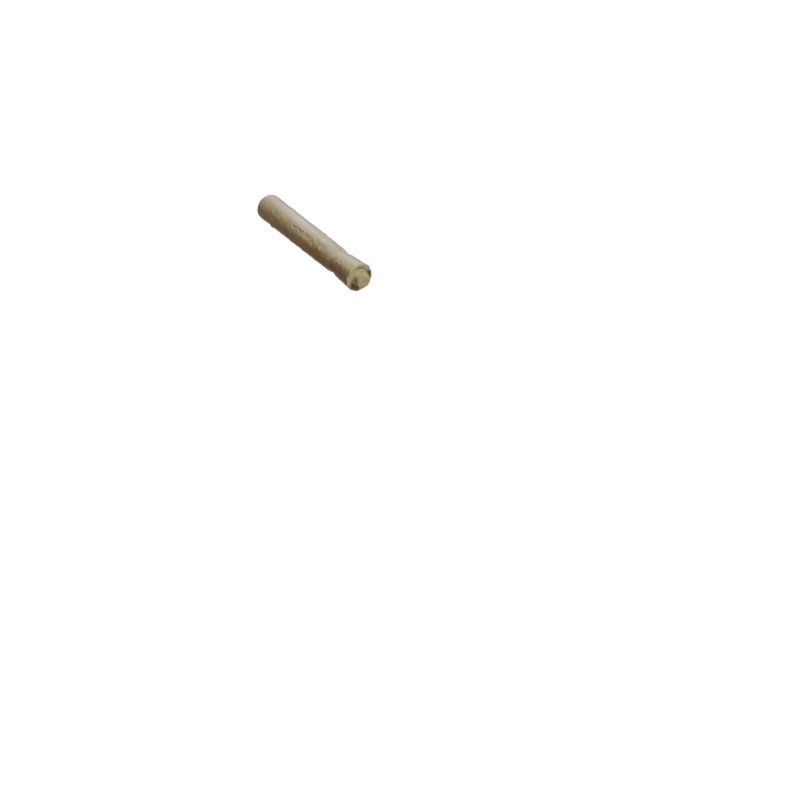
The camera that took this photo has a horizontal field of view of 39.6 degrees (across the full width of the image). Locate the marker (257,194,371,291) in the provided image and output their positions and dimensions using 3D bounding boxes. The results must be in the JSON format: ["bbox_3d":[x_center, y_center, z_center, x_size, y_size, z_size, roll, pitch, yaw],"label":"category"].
[{"bbox_3d":[-0.057,-0.104,0.728,0.019,0.019,0.130,-3,30,-36],"label":"marker"}]
